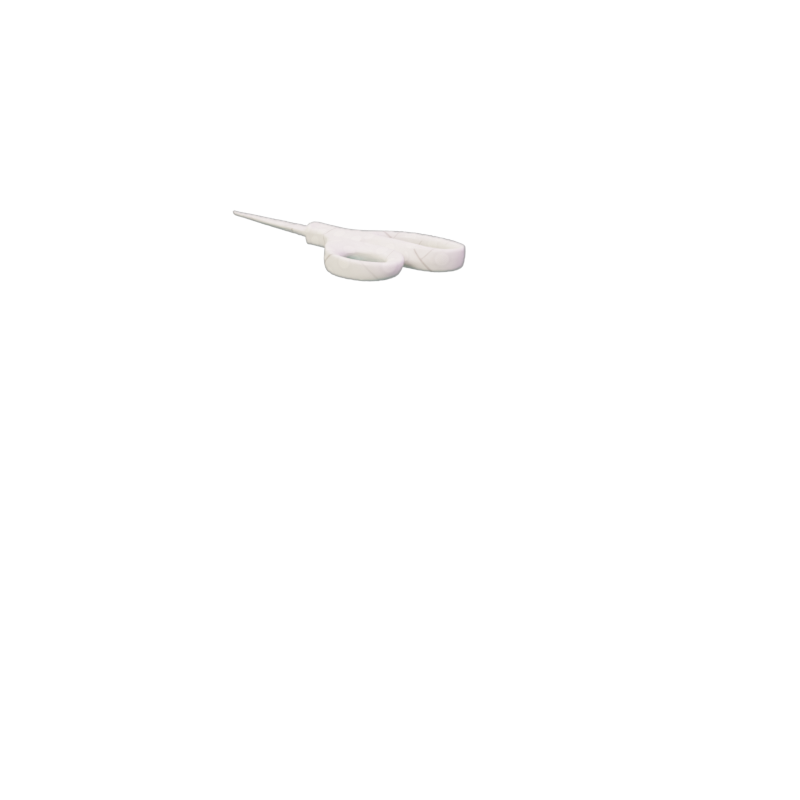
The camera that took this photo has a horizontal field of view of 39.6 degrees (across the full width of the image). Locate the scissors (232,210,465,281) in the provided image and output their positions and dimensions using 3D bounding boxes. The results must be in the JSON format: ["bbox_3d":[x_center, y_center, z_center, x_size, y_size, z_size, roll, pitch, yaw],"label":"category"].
[{"bbox_3d":[-0.057,-0.103,0.723,0.211,0.015,0.095,13,24,31],"label":"scissors"}]
